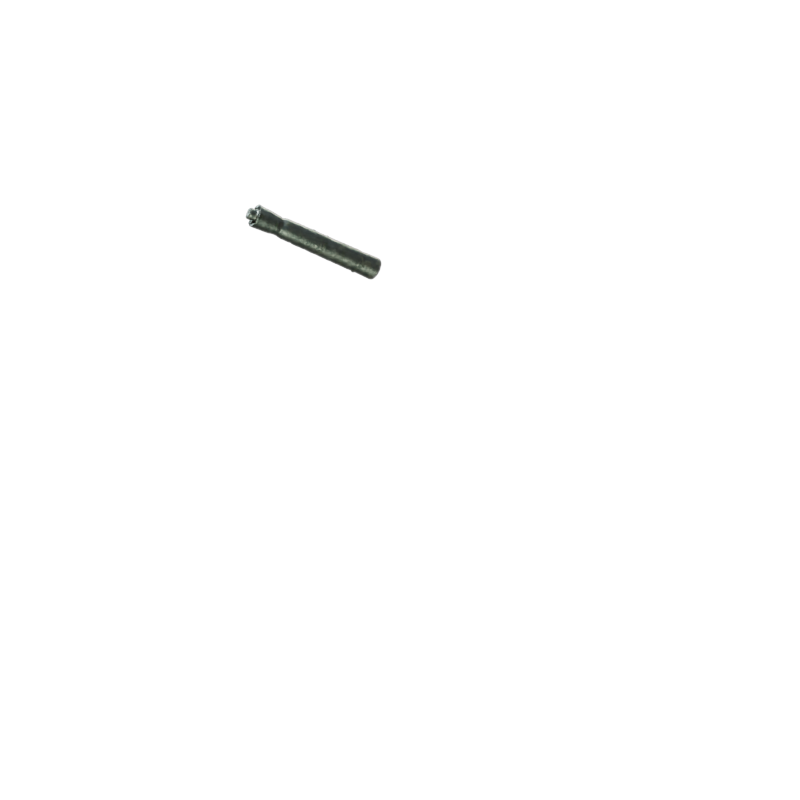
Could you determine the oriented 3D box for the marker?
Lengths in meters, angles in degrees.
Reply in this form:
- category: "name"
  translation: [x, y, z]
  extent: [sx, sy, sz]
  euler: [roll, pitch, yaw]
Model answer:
- category: "marker"
  translation: [-0.070, -0.127, 0.892]
  extent: [0.115, 0.020, 0.020]
  euler: [21, -6, -23]
